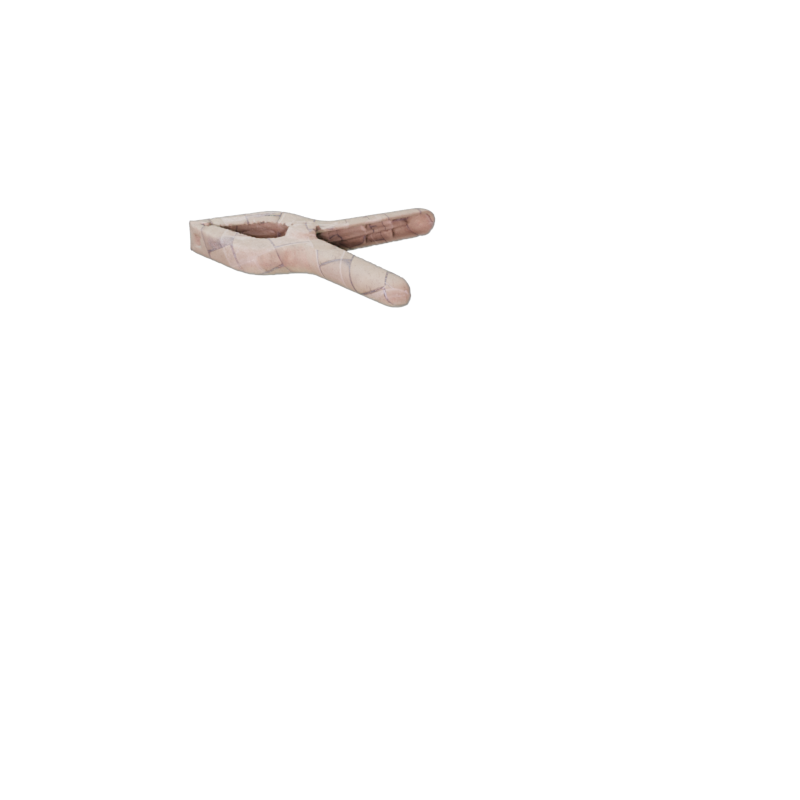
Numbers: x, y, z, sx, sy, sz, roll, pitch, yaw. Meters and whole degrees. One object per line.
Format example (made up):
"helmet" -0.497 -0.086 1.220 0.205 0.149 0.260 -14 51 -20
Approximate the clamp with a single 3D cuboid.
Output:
"clamp" -0.074 -0.134 0.941 0.216 0.034 0.169 9 30 16
